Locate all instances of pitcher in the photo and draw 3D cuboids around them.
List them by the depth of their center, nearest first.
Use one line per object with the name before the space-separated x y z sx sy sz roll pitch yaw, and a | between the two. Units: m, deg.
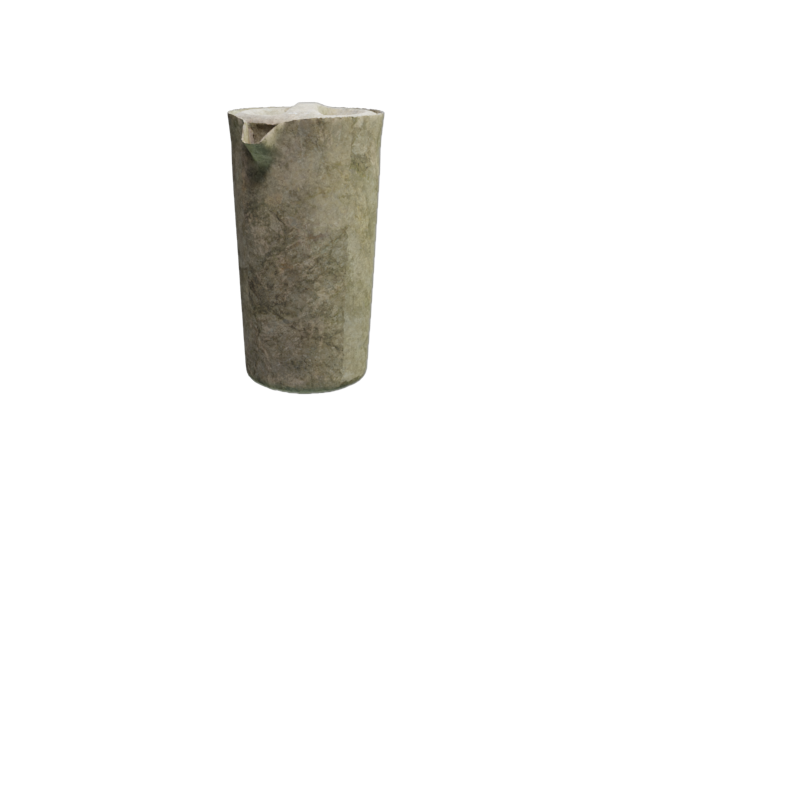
pitcher | -0.076 -0.138 0.969 0.146 0.236 0.152 -4 14 -17
